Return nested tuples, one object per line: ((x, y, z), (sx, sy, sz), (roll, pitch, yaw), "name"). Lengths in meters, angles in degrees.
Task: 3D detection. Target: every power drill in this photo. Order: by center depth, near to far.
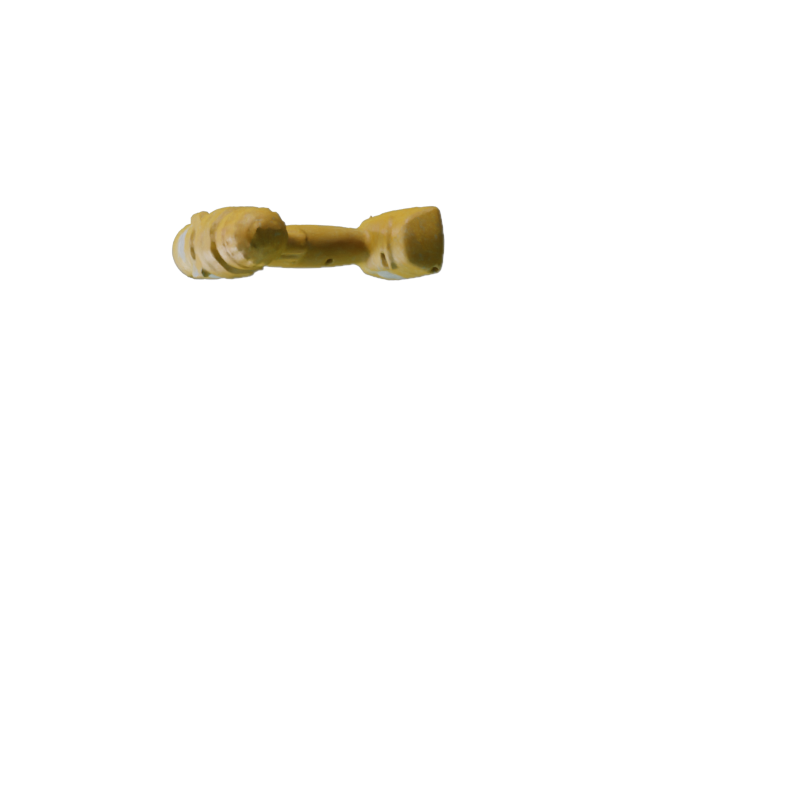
((-0.065, -0.119, 0.836), (0.182, 0.057, 0.190), (-2, 5, -24), "power drill")
